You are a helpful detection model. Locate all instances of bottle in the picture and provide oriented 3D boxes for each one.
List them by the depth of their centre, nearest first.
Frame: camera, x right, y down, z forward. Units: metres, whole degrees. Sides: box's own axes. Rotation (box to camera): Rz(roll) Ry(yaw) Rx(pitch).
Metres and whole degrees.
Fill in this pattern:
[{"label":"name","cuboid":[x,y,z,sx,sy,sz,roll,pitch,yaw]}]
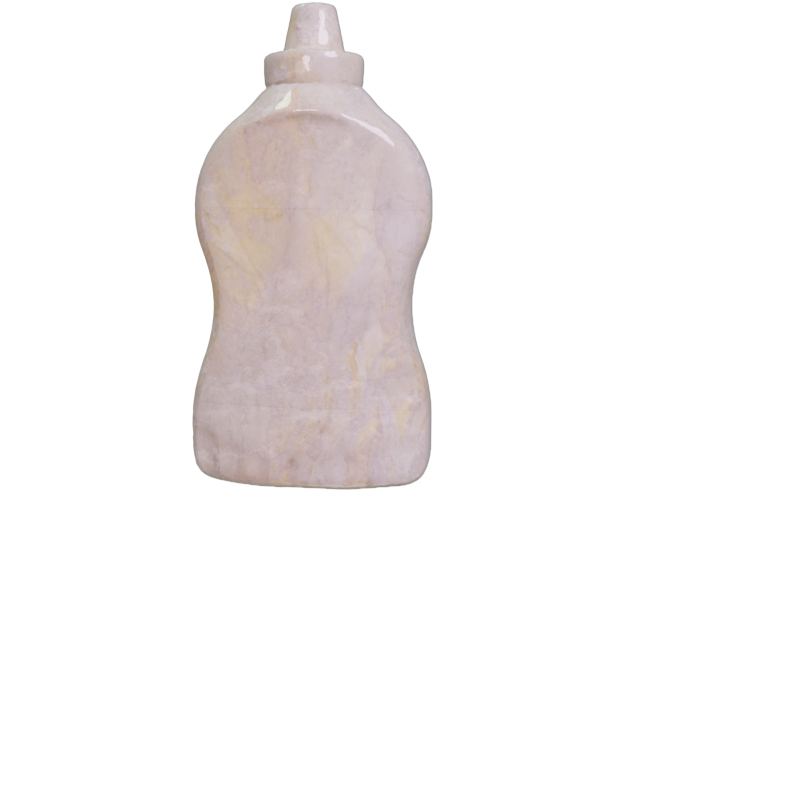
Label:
[{"label":"bottle","cuboid":[-0.035,-0.065,0.452,0.097,0.191,0.058,1,2,9]}]
